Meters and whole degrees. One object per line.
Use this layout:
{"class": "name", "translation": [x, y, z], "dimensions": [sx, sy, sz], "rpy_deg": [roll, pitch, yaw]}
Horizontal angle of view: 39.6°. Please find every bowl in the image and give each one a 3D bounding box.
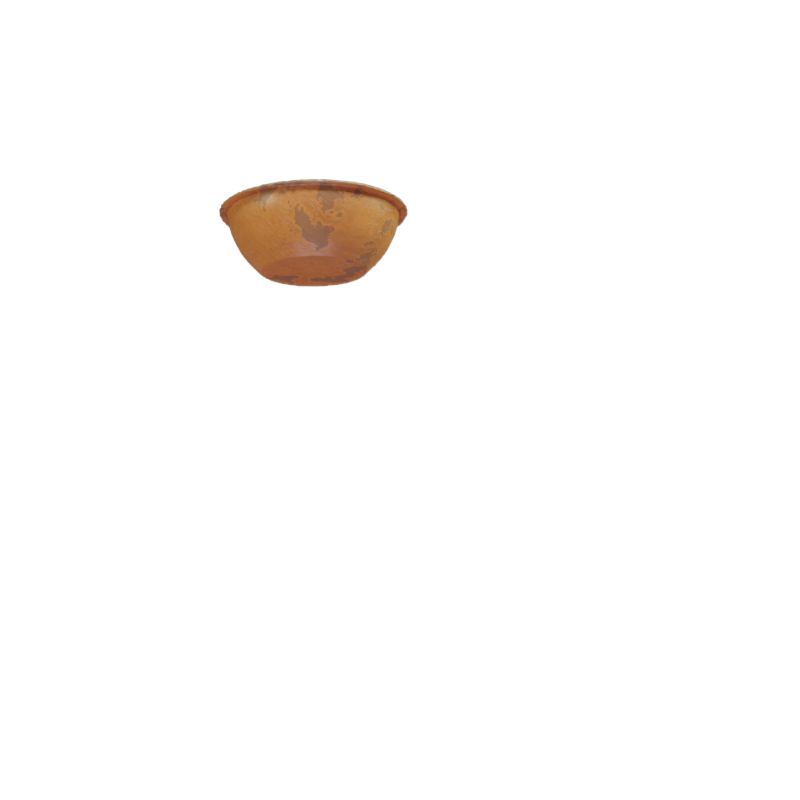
{"class": "bowl", "translation": [-0.074, -0.135, 0.945], "dimensions": [0.162, 0.057, 0.157], "rpy_deg": [0, -12, -2]}
